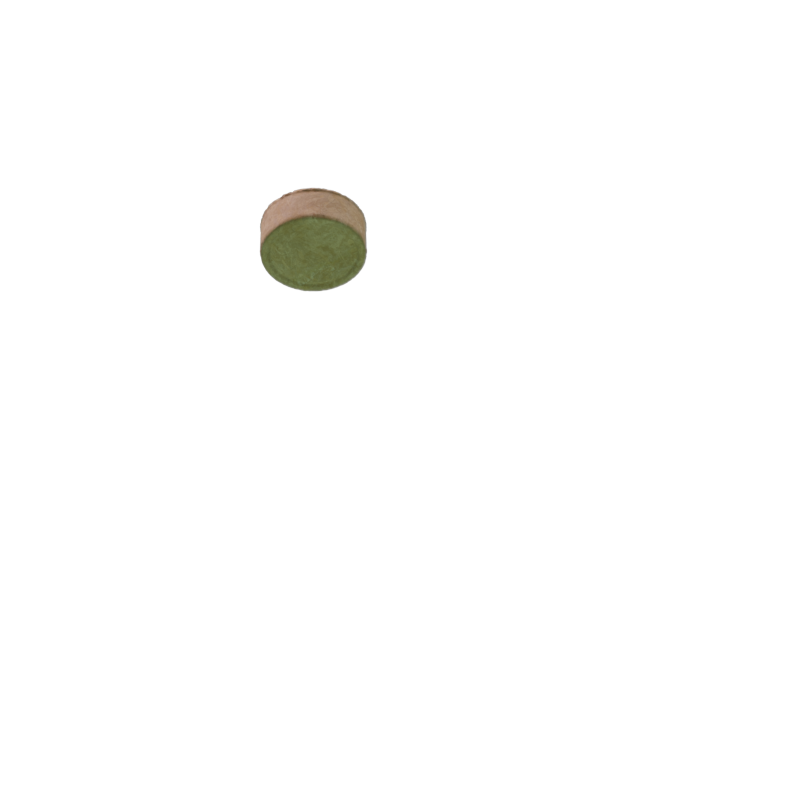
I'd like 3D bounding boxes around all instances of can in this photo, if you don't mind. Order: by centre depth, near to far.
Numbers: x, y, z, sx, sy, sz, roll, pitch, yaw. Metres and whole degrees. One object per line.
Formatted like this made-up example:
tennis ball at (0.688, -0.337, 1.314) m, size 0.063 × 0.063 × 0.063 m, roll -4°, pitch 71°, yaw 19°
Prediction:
can at (-0.069, -0.126, 0.880) m, size 0.086 × 0.036 × 0.080 m, roll 1°, pitch -41°, yaw -1°
